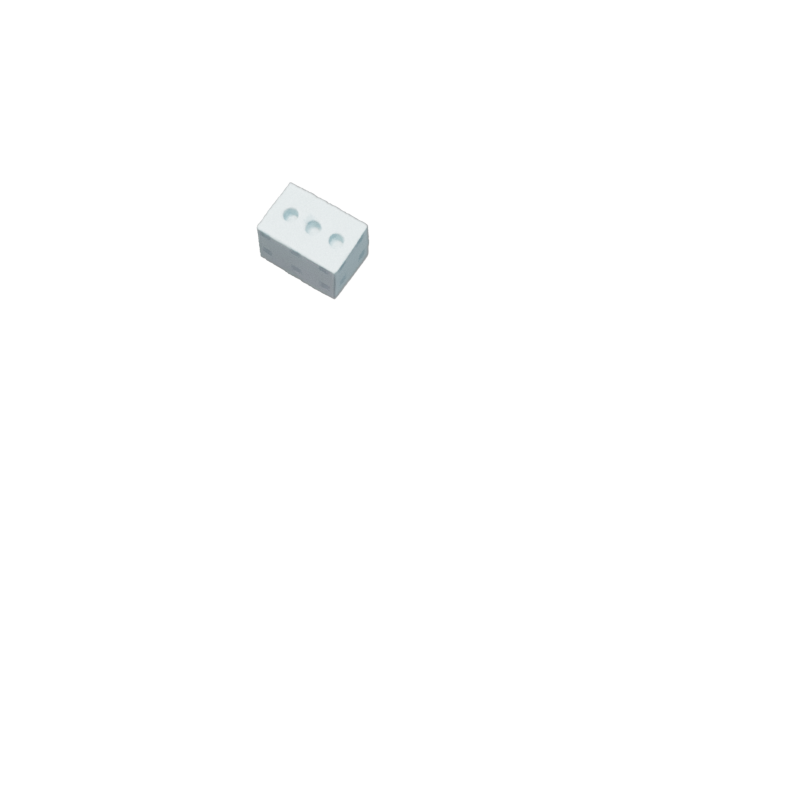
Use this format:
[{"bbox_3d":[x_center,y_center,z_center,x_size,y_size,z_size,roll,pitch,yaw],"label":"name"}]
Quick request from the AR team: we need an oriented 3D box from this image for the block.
[{"bbox_3d":[-0.071,-0.130,0.909,0.080,0.054,0.048,30,-22,12],"label":"block"}]
